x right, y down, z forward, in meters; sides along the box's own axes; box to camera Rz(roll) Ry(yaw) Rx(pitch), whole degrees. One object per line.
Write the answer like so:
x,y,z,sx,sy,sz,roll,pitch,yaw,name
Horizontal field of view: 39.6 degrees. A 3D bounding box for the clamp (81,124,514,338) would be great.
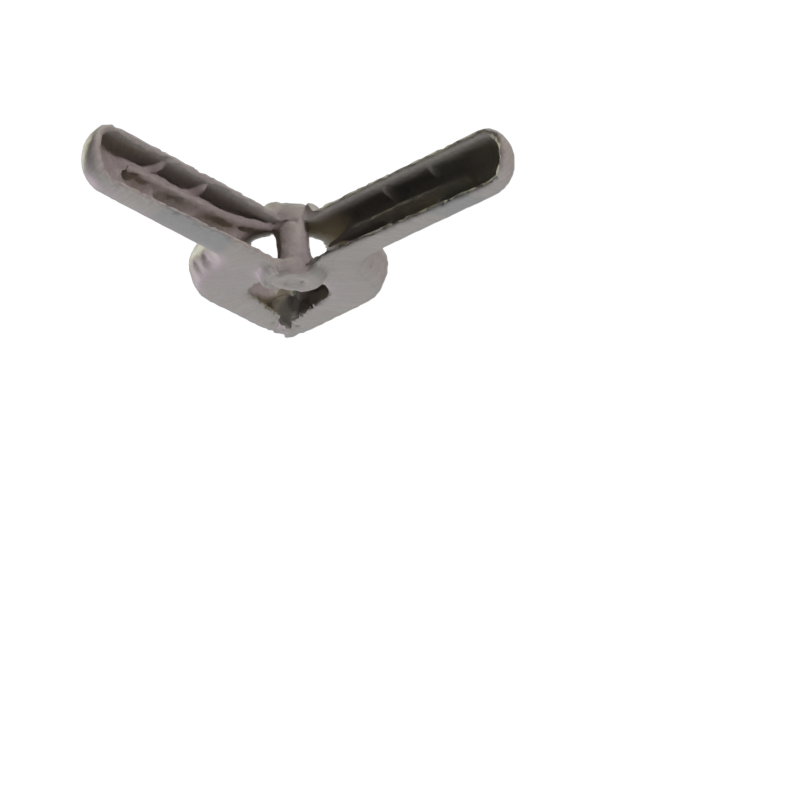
-0.039,-0.072,0.502,0.165,0.038,0.201,0,-14,1,clamp
